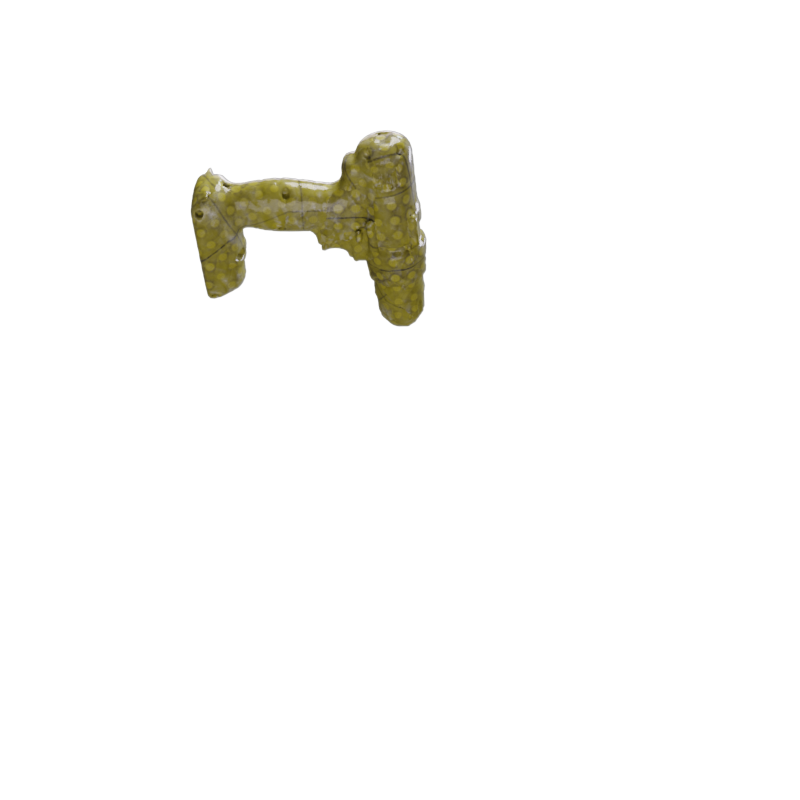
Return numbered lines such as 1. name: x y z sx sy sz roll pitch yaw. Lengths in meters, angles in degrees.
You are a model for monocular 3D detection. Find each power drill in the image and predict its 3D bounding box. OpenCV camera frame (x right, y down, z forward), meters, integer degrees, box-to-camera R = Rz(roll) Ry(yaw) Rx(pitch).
1. power drill: -0.073 -0.132 0.928 0.188 0.172 0.061 -5 34 3
